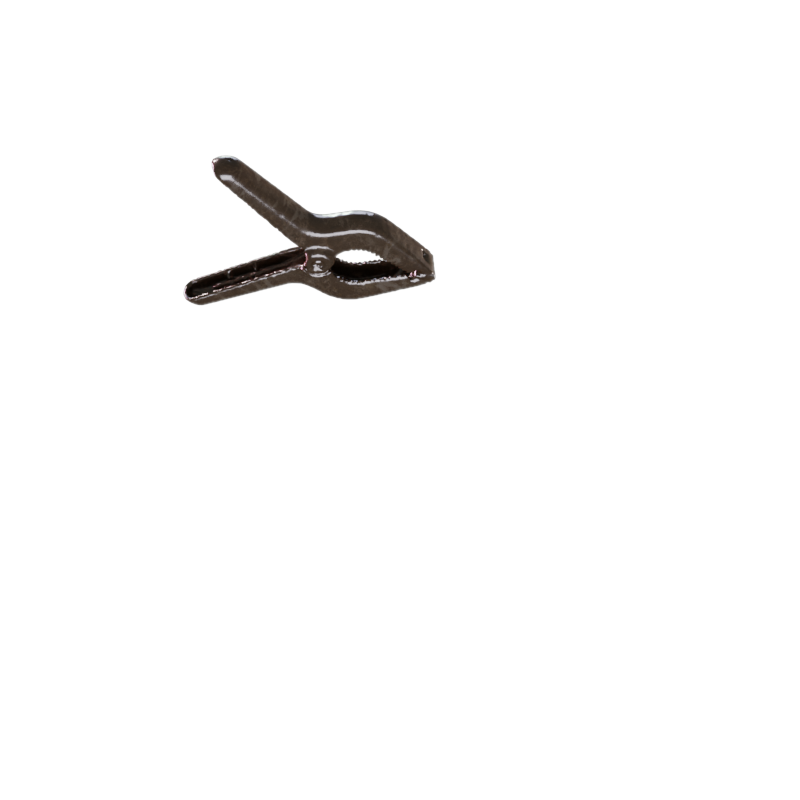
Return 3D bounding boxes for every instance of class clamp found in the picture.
[{"bbox_3d":[-0.072,-0.130,0.914,0.208,0.039,0.154,4,-39,-6],"label":"clamp"}]
